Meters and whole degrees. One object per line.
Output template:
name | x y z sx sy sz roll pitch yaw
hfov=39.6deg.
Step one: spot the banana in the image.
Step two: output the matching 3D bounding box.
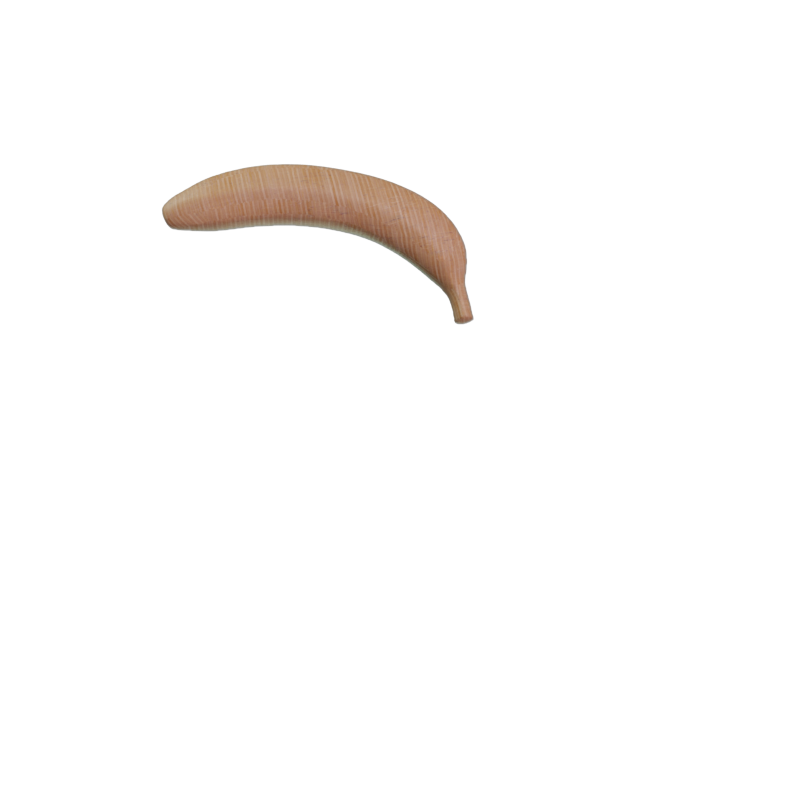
banana | -0.042 -0.108 0.665 0.202 0.072 0.034 18 -28 10
